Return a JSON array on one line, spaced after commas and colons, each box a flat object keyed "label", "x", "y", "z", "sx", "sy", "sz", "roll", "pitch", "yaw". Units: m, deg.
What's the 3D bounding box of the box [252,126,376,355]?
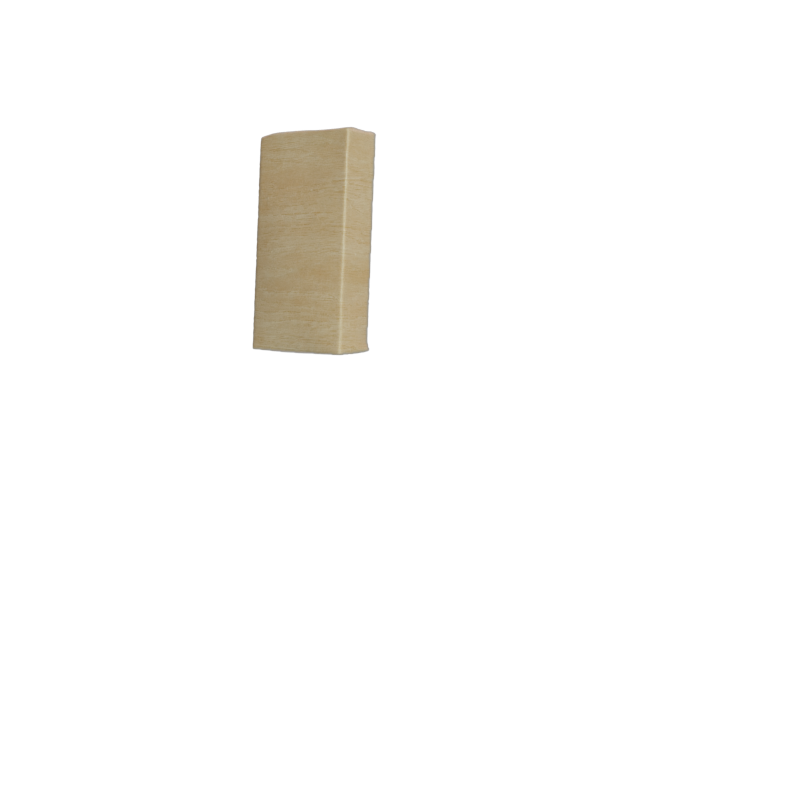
[{"label": "box", "x": -0.070, "y": -0.126, "z": 0.886, "sx": 0.097, "sy": 0.177, "sz": 0.046, "roll": 0, "pitch": -1, "yaw": 36}]
